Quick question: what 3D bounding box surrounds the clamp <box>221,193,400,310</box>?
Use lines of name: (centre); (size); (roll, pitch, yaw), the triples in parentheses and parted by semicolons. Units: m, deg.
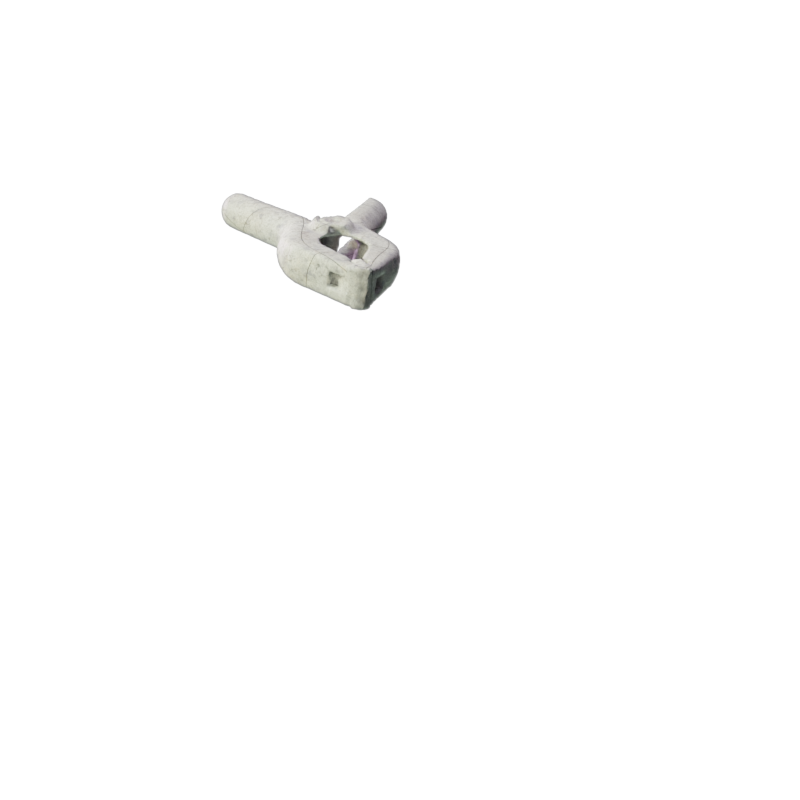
clamp: (-0.058, -0.105, 0.737); (0.119, 0.037, 0.181); (-3, 23, -7)
